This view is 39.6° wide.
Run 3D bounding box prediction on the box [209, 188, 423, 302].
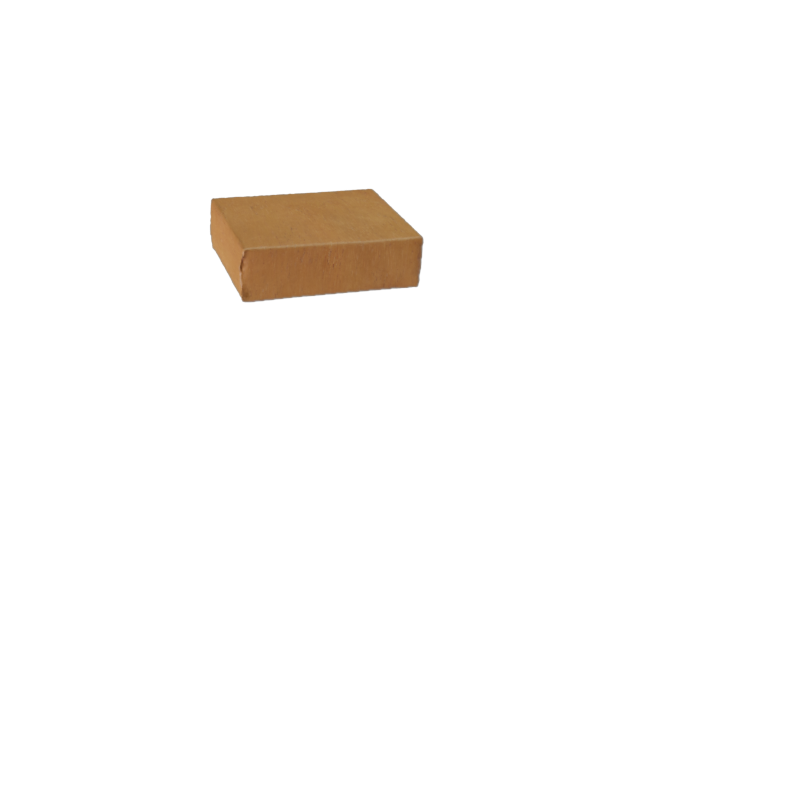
[{"bbox_3d":[-0.054,-0.098,0.683,0.112,0.037,0.096,-9,28,-17],"label":"box"}]
